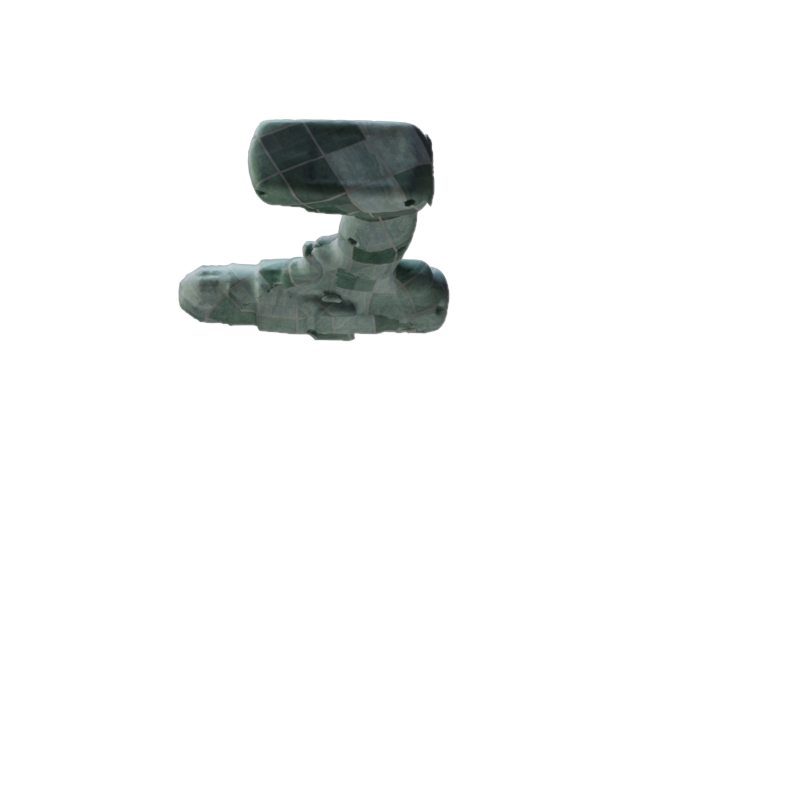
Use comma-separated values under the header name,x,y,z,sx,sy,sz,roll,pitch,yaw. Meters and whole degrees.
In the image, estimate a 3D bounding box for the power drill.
name,x,y,z,sx,sy,sz,roll,pitch,yaw
power drill,-0.055,-0.100,0.701,0.184,0.061,0.177,1,-26,-2
